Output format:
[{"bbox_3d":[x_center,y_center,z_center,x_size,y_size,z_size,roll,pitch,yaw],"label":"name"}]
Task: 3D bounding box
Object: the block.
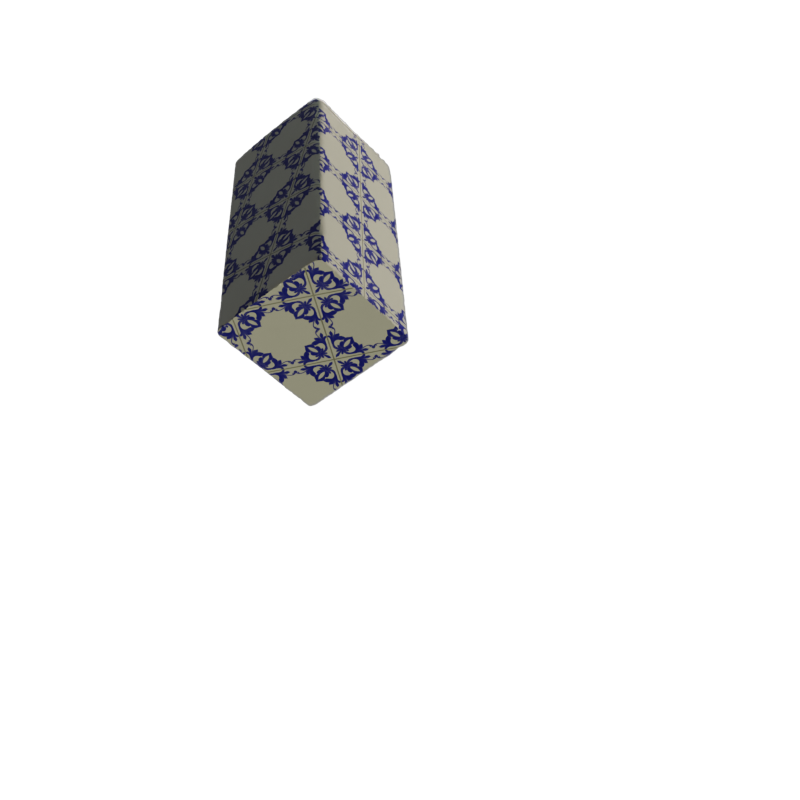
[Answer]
[{"bbox_3d":[-0.061,-0.112,0.783,0.089,0.221,0.085,-35,-56,23],"label":"block"}]
